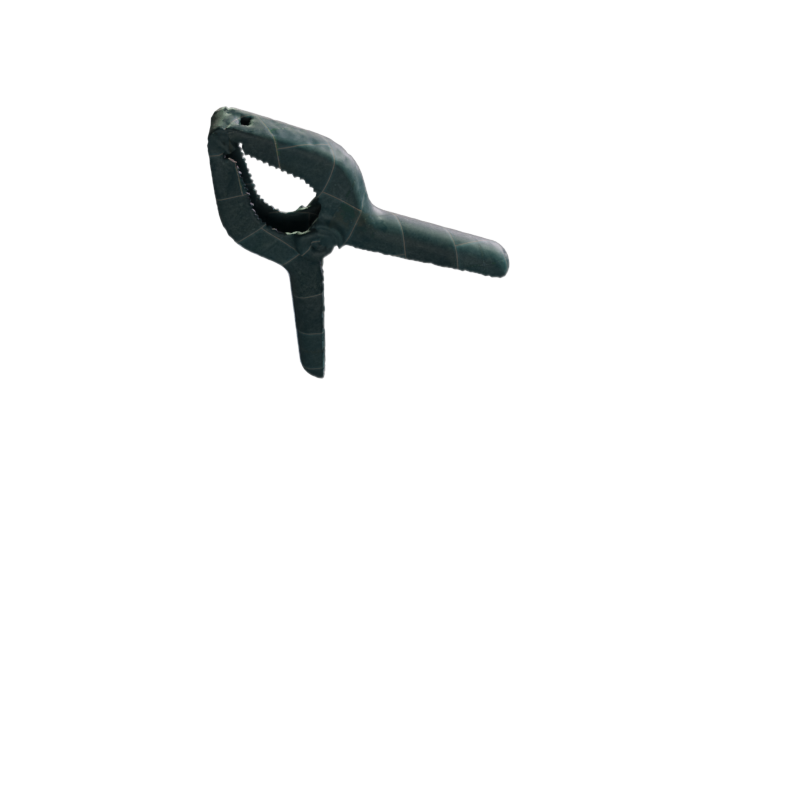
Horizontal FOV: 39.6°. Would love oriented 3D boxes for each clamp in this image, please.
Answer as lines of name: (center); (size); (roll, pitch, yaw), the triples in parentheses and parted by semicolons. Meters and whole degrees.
clamp: (-0.056, -0.102, 0.712); (0.163, 0.039, 0.198); (-37, -59, 26)
